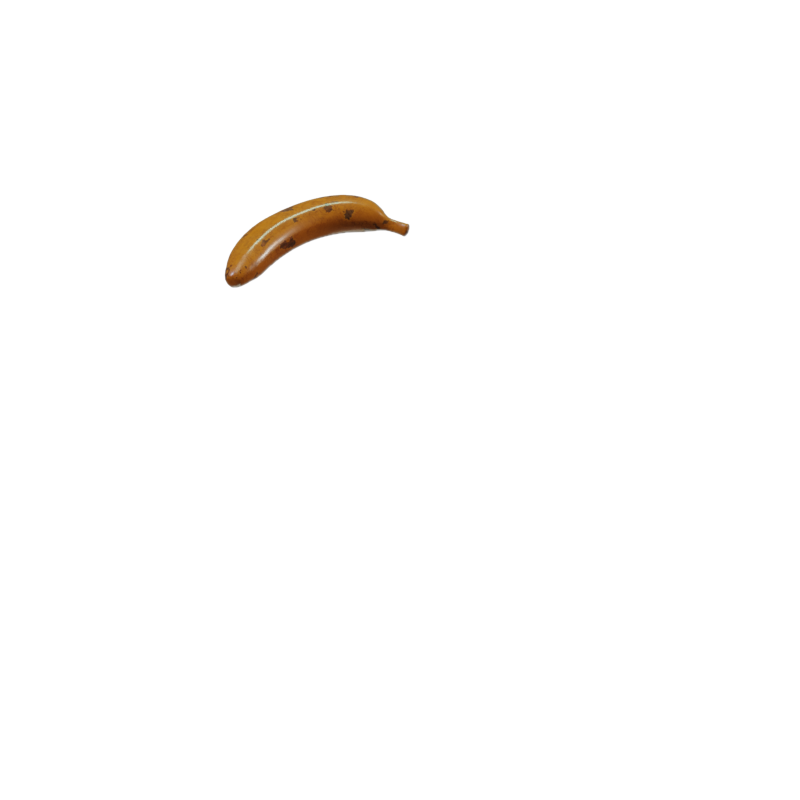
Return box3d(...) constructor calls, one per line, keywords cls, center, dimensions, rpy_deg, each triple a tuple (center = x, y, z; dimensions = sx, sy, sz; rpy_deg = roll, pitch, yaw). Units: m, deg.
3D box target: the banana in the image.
box3d(cls="banana", center=(-0.086, -0.152, 1.008), dimensions=(0.196, 0.034, 0.075), rpy_deg=(-23, 40, -31))
